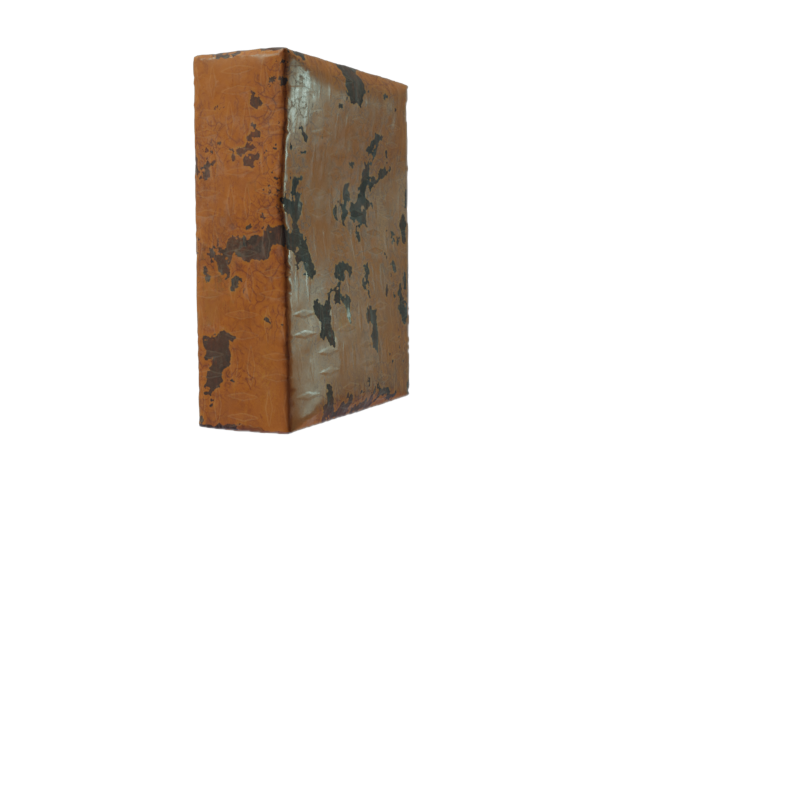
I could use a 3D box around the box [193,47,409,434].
[{"bbox_3d":[-0.054,-0.098,0.685,0.074,0.213,0.159,0,2,26],"label":"box"}]
